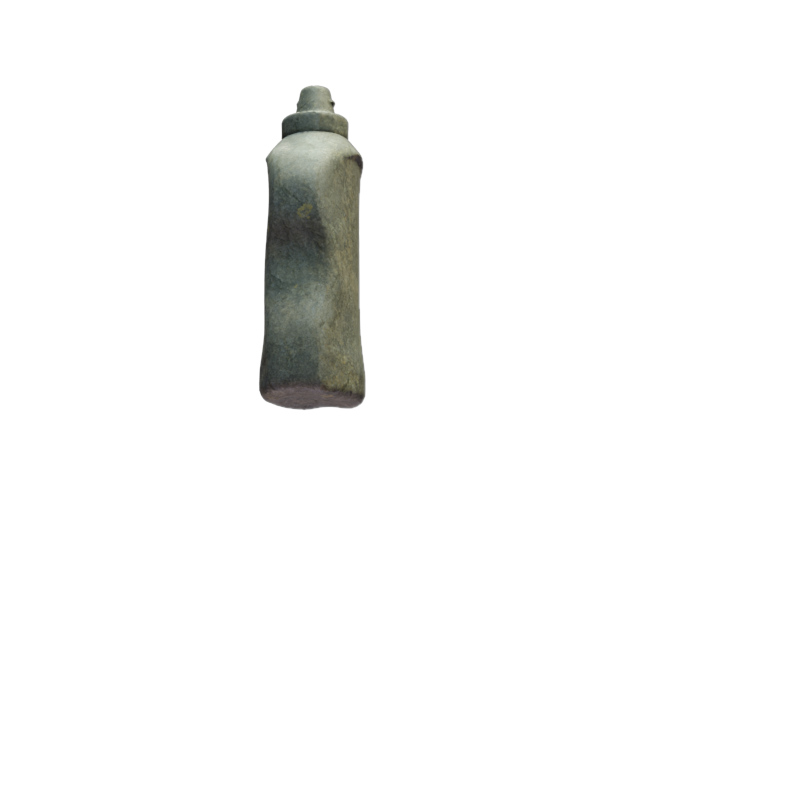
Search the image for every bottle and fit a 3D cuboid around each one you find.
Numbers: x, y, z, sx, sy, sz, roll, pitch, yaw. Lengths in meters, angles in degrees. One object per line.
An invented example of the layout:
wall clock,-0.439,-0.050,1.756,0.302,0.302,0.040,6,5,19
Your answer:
bottle,-0.051,-0.094,0.657,0.059,0.198,0.092,-4,-13,12
